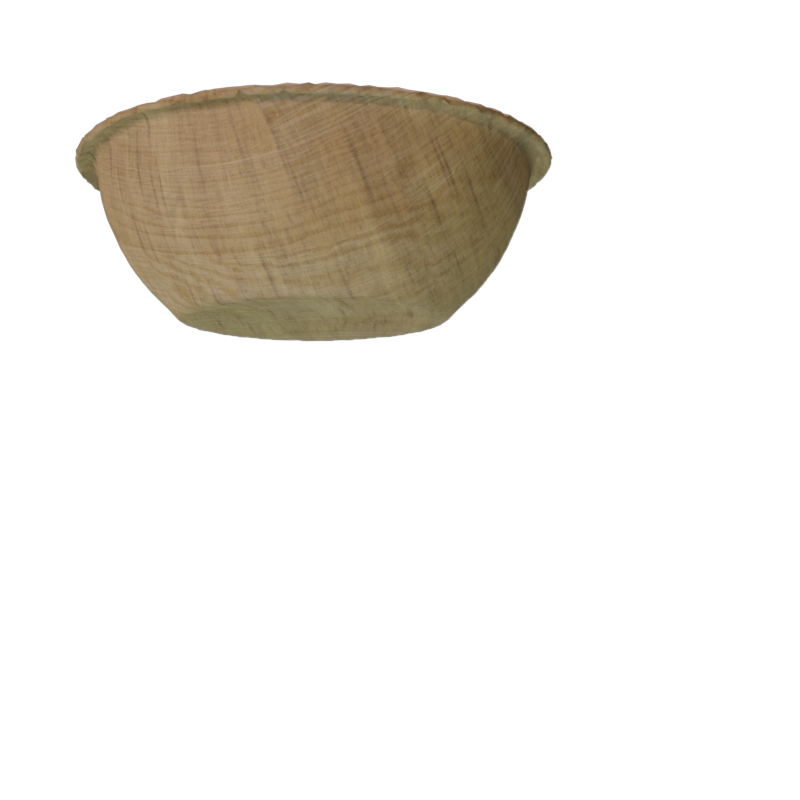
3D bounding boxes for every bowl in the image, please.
[{"bbox_3d":[-0.030,-0.054,0.377,0.162,0.056,0.158,0,-7,-2],"label":"bowl"}]
